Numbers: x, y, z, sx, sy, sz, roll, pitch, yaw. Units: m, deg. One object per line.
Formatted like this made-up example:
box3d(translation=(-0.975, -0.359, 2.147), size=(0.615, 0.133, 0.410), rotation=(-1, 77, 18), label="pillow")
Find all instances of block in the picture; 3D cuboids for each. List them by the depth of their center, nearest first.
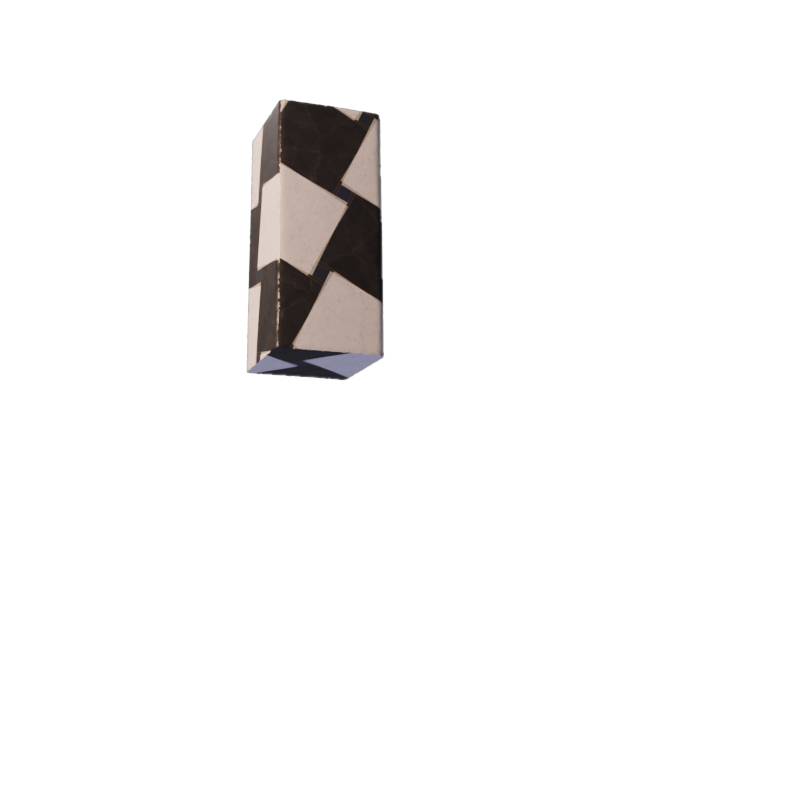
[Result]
box3d(translation=(-0.070, -0.130, 0.908), size=(0.088, 0.215, 0.089), rotation=(6, -19, -20), label="block")
